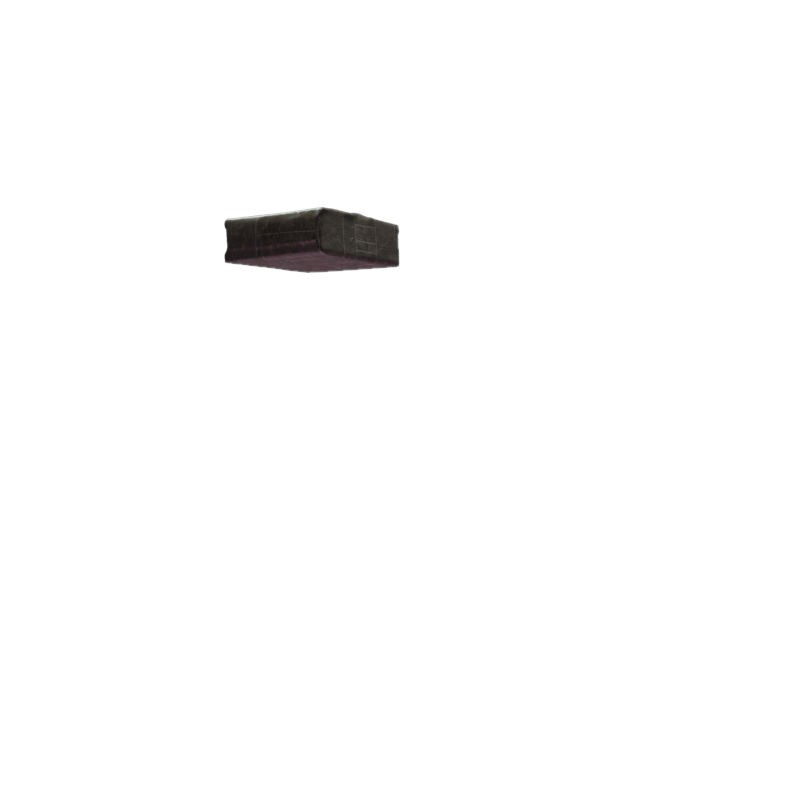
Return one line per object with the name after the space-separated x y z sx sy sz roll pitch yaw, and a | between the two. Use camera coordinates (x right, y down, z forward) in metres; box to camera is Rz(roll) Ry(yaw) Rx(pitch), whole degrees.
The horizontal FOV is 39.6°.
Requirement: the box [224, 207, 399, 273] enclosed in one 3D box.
-0.054 -0.098 0.686 0.075 0.030 0.085 -1 -1 34 | box
